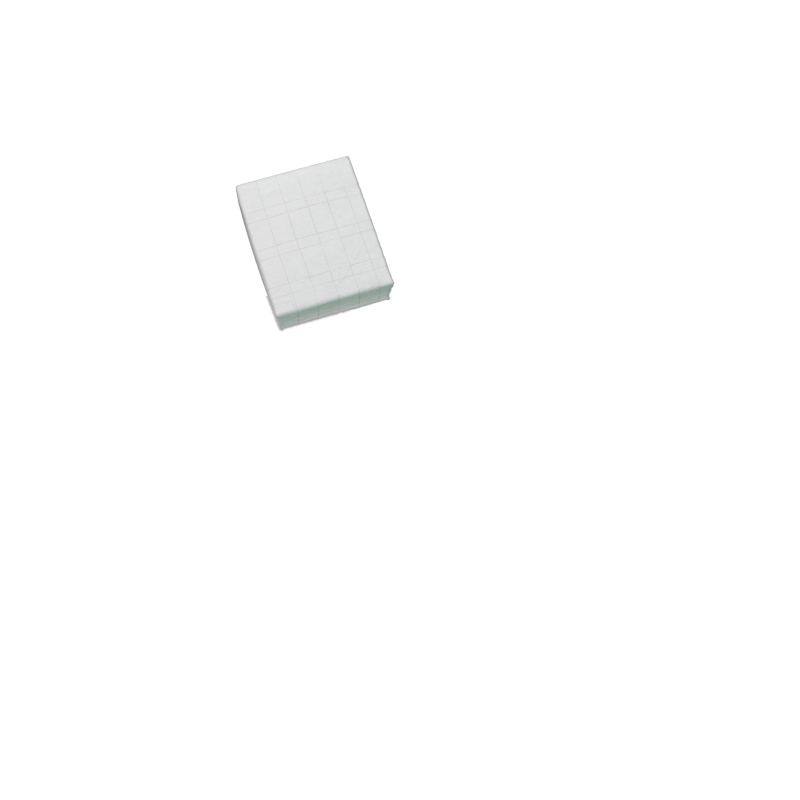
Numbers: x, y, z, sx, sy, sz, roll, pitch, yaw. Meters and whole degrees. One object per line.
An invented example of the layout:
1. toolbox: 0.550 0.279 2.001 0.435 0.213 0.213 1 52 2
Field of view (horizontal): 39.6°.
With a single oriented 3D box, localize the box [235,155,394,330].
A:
1. box: -0.065 -0.118 0.825 0.089 0.120 0.037 -17 -20 -7
